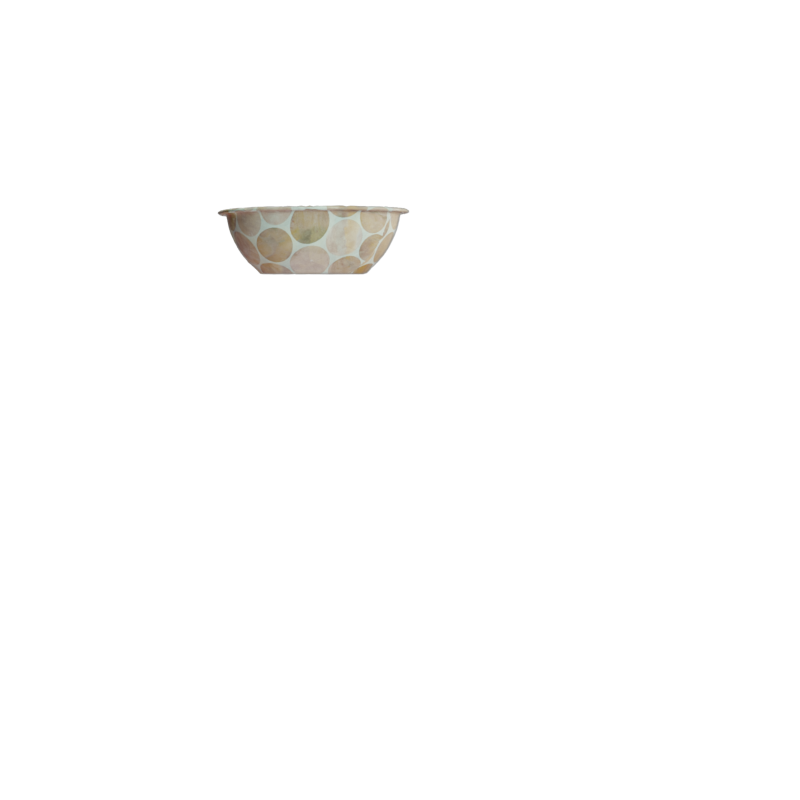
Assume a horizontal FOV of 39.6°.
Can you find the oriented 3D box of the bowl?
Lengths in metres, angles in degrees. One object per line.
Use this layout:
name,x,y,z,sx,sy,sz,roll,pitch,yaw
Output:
bowl,-0.074,-0.134,0.939,0.162,0.055,0.163,0,6,-2
